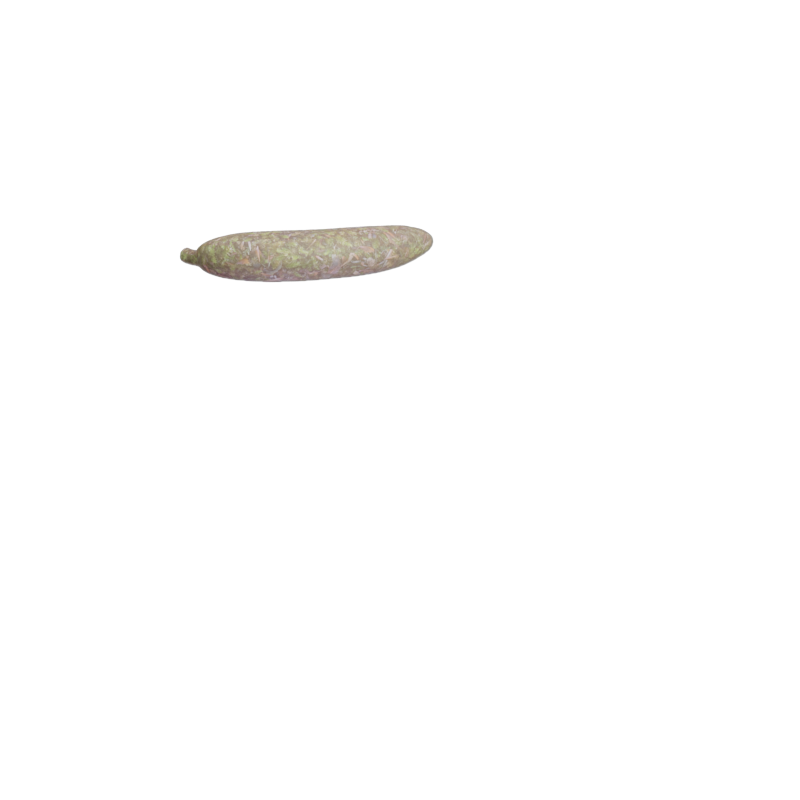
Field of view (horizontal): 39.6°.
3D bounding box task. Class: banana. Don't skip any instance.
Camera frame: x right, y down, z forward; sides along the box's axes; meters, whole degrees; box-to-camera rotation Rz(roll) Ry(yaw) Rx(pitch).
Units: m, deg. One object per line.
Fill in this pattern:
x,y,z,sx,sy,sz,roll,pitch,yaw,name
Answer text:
-0.068,-0.114,0.837,0.196,0.035,0.073,-3,24,-6,banana
